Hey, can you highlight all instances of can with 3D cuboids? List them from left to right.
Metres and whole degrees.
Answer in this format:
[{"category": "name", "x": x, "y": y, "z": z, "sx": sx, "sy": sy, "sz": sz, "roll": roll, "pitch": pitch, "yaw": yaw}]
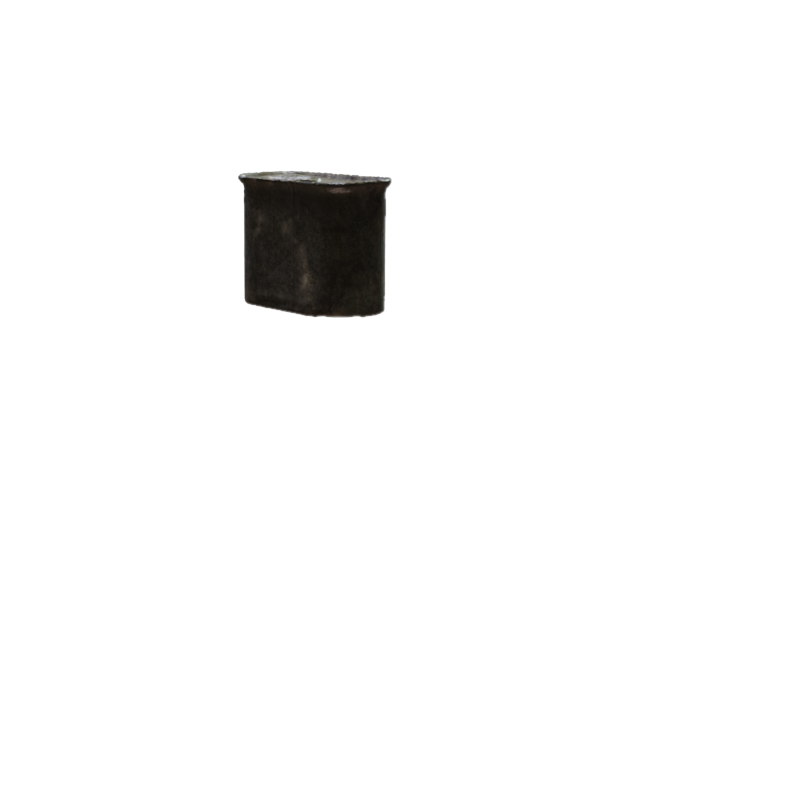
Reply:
[{"category": "can", "x": -0.055, "y": -0.100, "z": 0.702, "sx": 0.107, "sy": 0.082, "sz": 0.056, "roll": 12, "pitch": 16, "yaw": 42}]
